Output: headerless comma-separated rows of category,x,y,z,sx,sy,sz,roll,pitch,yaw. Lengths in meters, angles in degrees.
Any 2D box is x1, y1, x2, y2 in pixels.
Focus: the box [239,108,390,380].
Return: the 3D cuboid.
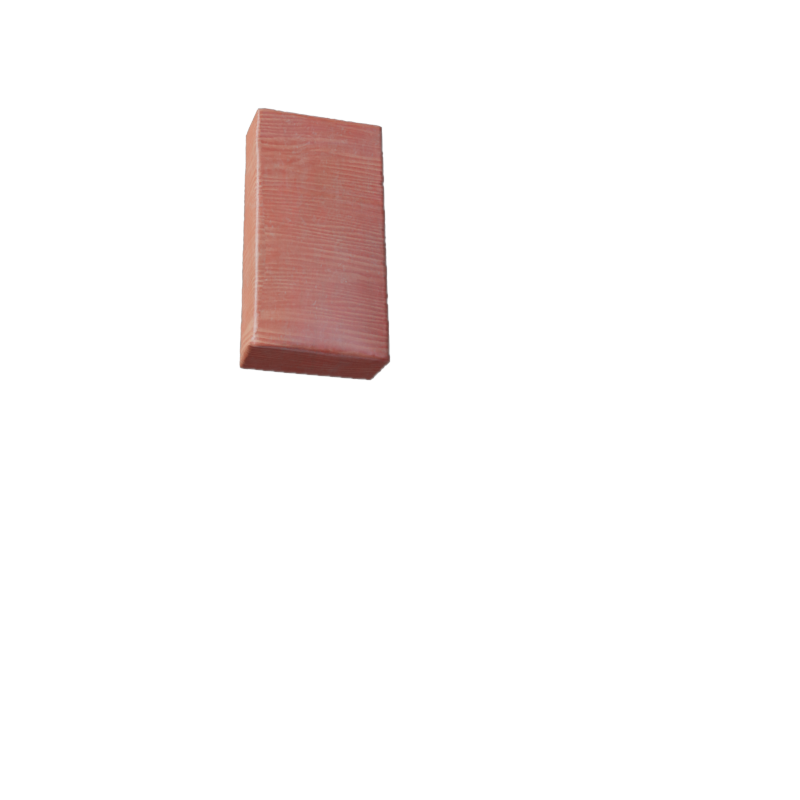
box,-0.058,-0.106,0.745,0.091,0.187,0.046,6,-27,-15
